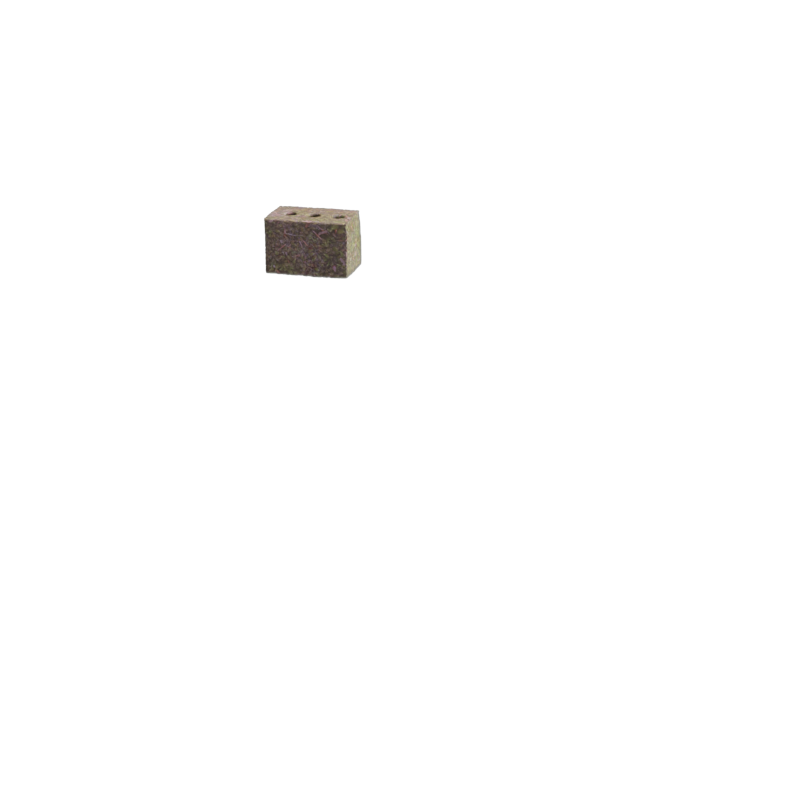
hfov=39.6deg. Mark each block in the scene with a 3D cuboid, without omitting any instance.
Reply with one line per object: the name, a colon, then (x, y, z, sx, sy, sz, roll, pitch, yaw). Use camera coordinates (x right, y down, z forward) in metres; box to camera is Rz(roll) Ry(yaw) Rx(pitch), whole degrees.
block: (-0.078, -0.142, 0.994, 0.079, 0.049, 0.054, 5, 19, 12)
